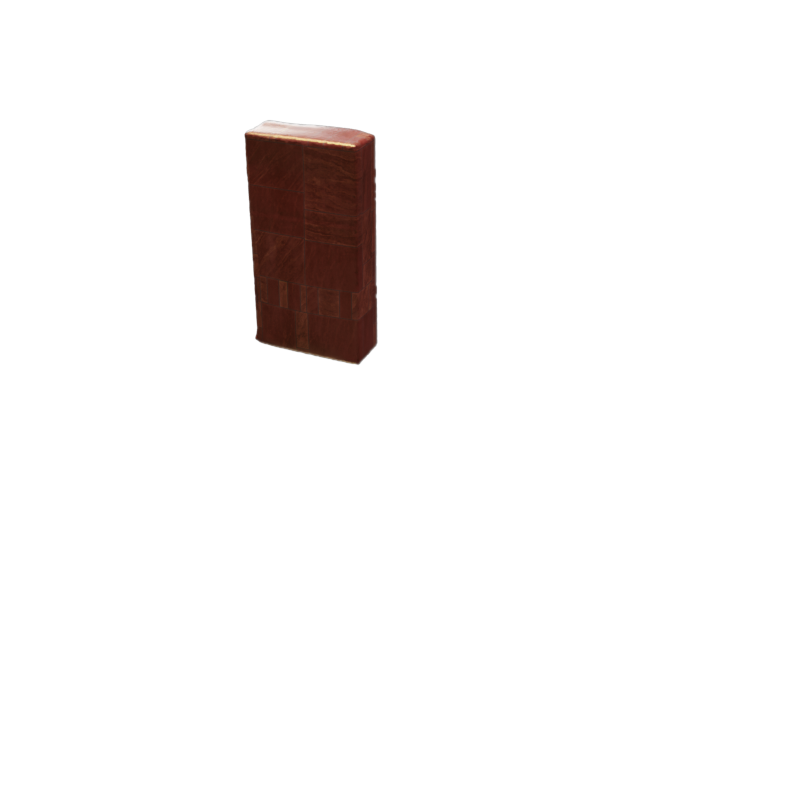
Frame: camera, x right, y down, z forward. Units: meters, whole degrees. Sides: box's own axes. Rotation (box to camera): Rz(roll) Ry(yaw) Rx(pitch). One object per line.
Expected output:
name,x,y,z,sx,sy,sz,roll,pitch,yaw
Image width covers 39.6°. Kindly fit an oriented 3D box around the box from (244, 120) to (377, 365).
box,-0.066,-0.121,0.844,0.097,0.168,0.048,12,24,23
